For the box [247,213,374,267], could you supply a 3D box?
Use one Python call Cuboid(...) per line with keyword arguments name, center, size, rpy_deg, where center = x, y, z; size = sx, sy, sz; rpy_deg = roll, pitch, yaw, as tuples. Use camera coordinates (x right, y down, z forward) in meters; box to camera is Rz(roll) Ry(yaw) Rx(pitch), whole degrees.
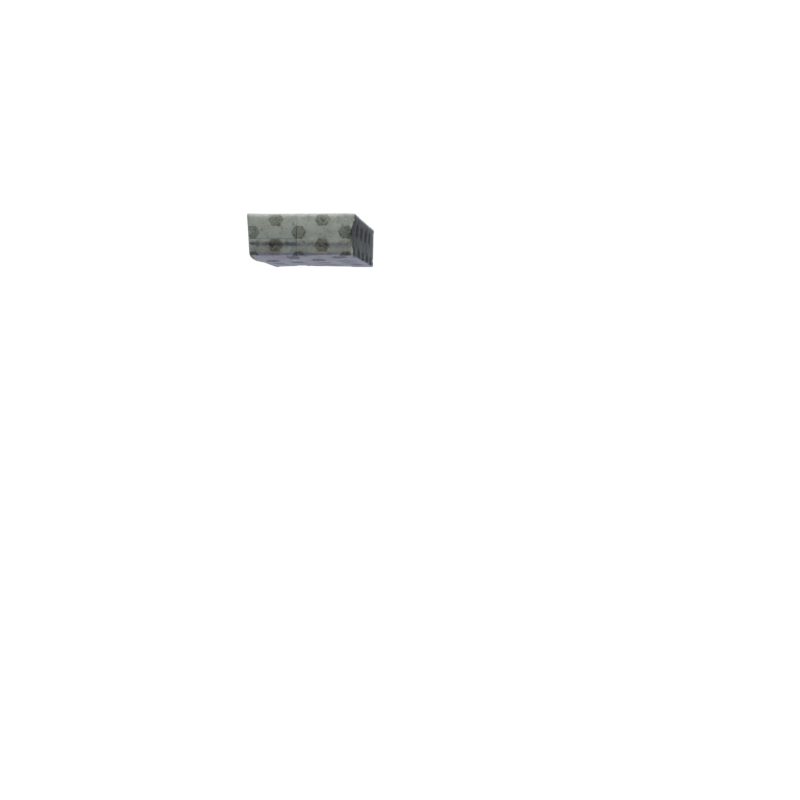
Cuboid(name="box", center=(-0.073, -0.133, 0.934), size=(0.091, 0.039, 0.112), rpy_deg=(0, 3, 8))
